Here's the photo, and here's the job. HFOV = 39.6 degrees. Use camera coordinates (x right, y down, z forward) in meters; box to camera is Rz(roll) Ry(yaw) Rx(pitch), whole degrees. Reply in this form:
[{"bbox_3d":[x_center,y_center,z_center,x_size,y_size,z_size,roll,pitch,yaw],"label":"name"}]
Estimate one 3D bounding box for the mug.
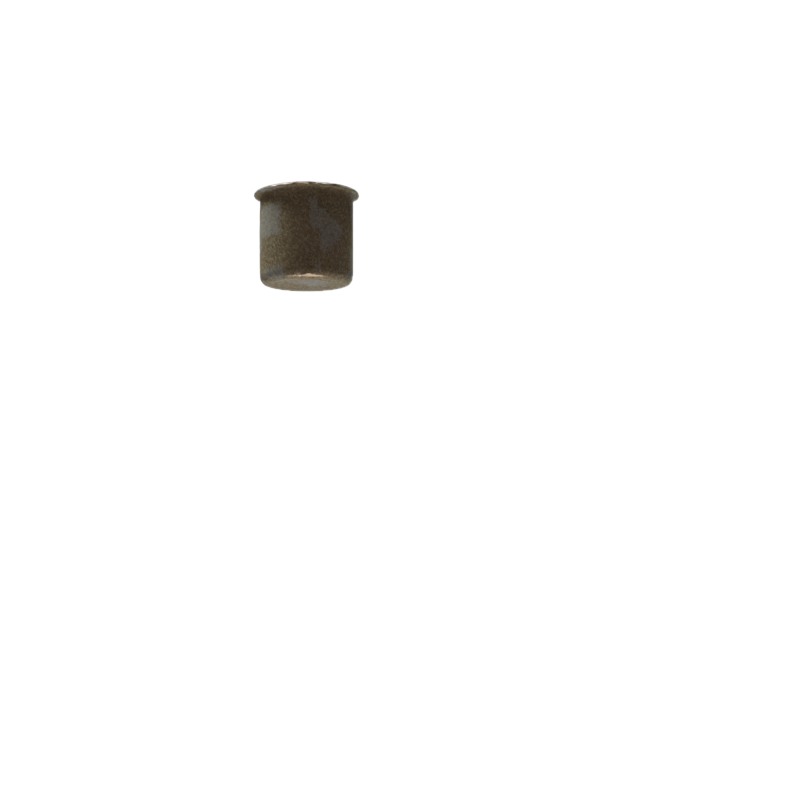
[{"bbox_3d":[-0.077,-0.140,0.983,0.096,0.084,0.111,-4,-8,27],"label":"mug"}]
